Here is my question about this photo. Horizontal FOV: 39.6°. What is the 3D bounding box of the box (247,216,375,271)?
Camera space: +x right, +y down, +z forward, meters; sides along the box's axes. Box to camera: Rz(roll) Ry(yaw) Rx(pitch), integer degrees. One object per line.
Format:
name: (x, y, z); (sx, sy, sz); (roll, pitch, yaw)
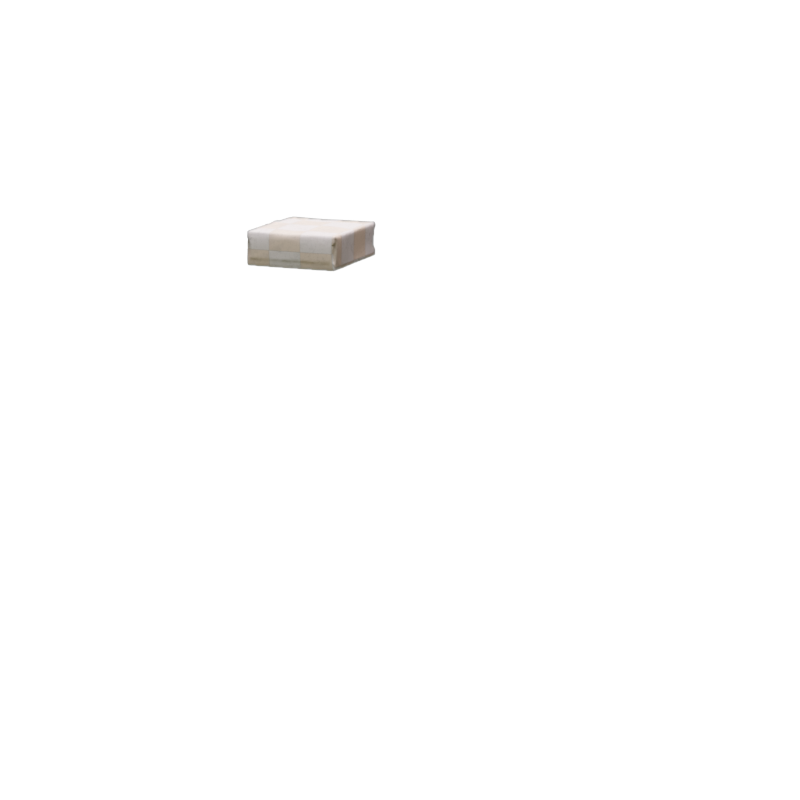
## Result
box: (-0.068, -0.123, 0.864); (0.075, 0.029, 0.089); (6, 17, 20)
